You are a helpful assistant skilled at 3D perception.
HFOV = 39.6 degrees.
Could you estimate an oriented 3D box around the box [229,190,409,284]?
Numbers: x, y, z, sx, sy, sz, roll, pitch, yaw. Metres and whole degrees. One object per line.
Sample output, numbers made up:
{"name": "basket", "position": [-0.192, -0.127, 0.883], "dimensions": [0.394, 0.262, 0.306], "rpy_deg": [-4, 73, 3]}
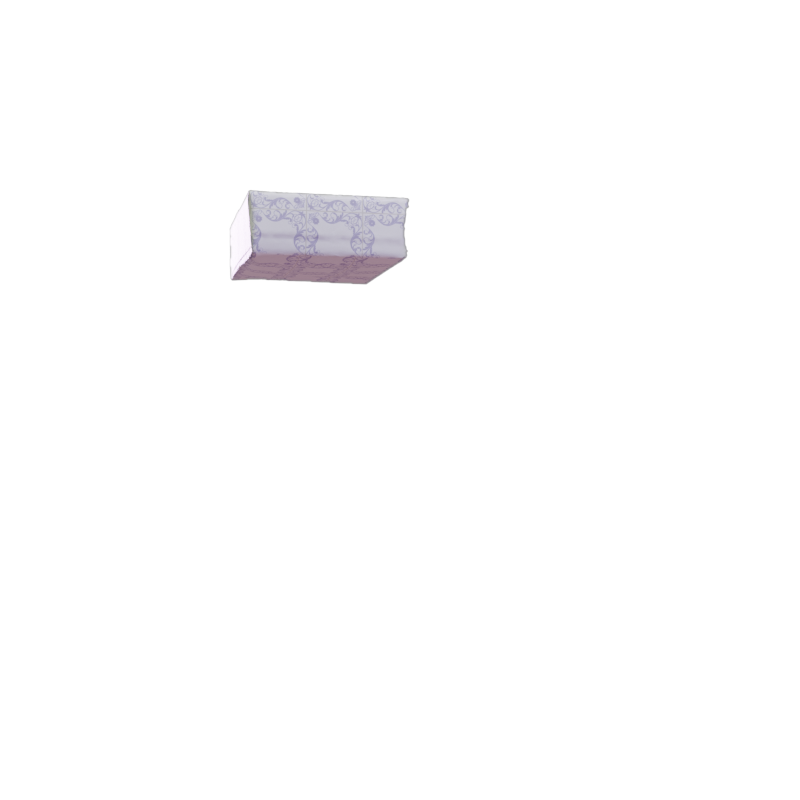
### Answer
{"name": "box", "position": [-0.051, -0.093, 0.651], "dimensions": [0.088, 0.039, 0.114], "rpy_deg": [0, -1, -12]}
